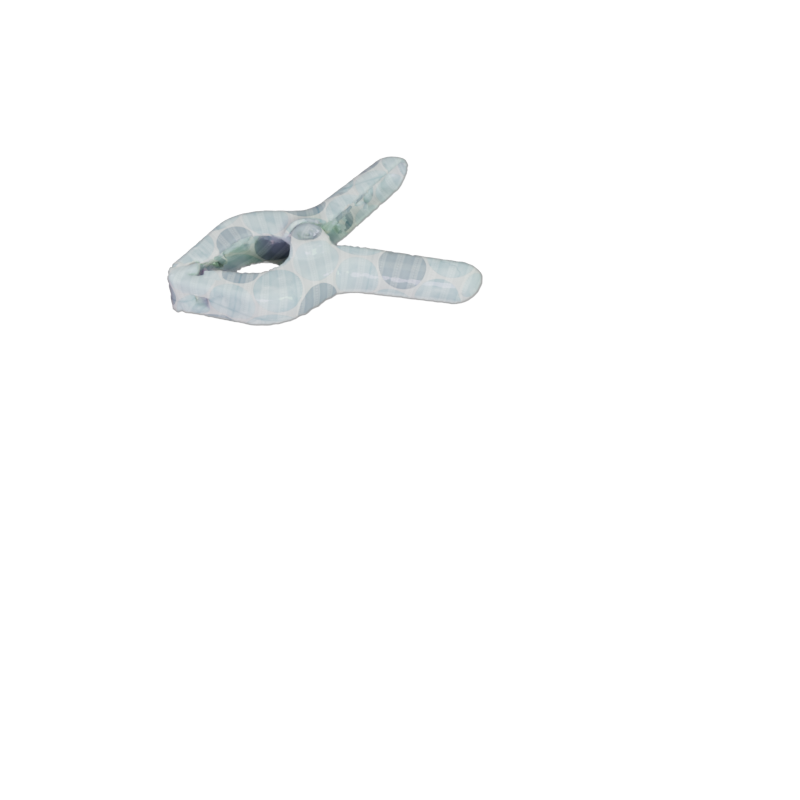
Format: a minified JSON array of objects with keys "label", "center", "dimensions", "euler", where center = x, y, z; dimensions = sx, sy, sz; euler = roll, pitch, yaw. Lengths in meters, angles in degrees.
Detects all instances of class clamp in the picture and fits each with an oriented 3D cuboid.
[{"label":"clamp","center":[-0.050,-0.091,0.640],"dimensions":[0.170,0.037,0.130],"euler":[-8,42,-9]}]
